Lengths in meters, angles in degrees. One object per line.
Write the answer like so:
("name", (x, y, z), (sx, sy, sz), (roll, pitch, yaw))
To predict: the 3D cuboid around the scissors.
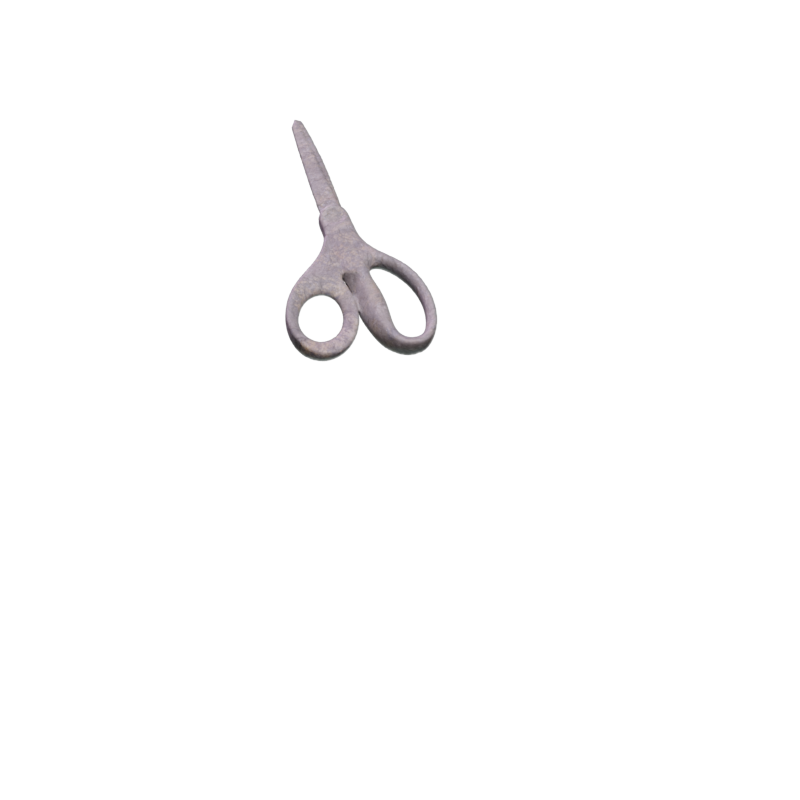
("scissors", (-0.054, -0.098, 0.687), (0.096, 0.217, 0.015), (-25, -34, -19))
